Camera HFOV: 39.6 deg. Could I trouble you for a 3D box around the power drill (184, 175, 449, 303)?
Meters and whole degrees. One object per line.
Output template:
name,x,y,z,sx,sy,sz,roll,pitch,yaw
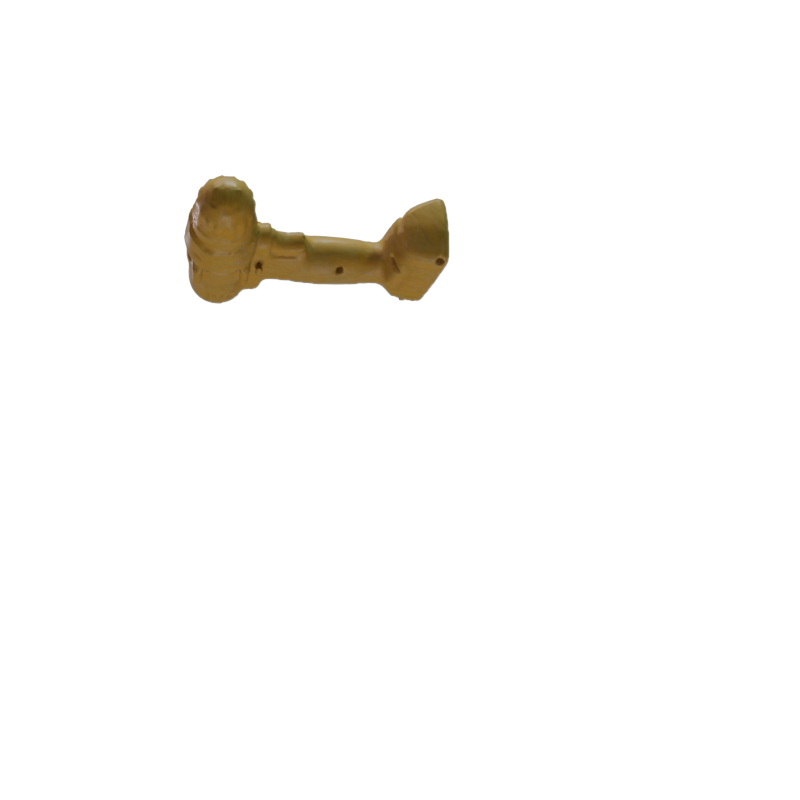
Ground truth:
power drill,-0.063,-0.116,0.810,0.185,0.059,0.180,2,-11,-9
